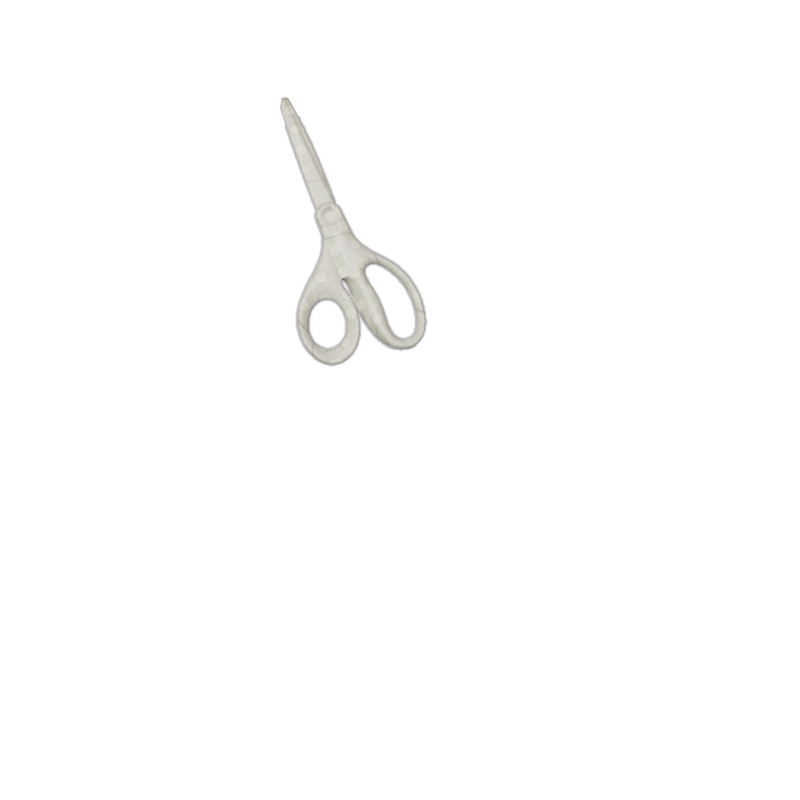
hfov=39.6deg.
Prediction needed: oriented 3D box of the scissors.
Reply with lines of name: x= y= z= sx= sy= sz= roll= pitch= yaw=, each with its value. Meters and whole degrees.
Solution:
scissors: x=-0.061 y=-0.111 z=0.780 sx=0.096 sy=0.208 sz=0.015 roll=-35 pitch=-12 yaw=-8
